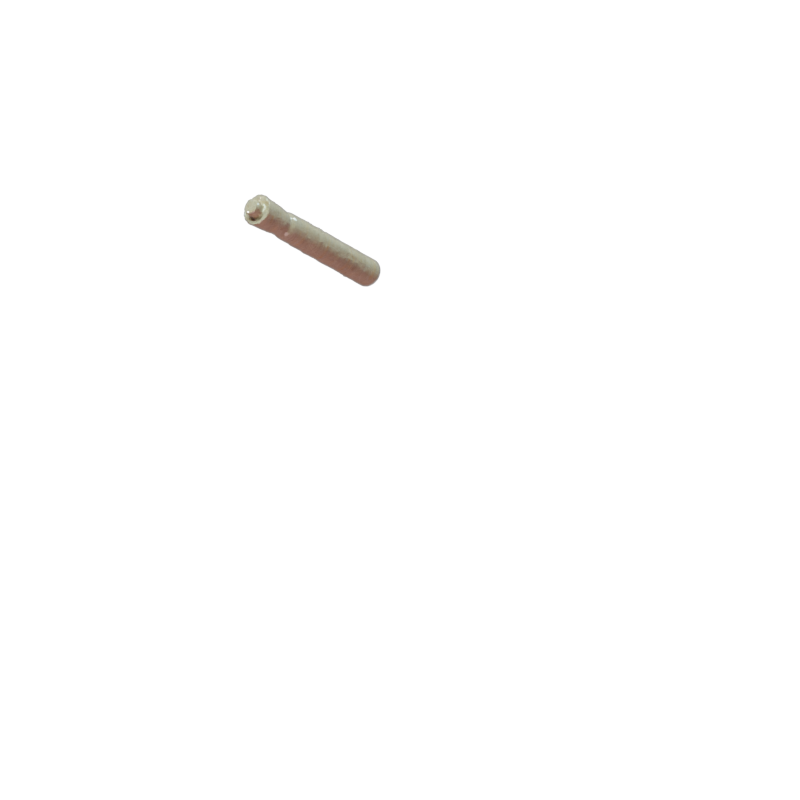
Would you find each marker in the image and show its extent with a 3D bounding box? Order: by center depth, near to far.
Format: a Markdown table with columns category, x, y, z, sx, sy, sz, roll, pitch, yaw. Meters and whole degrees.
| category | x | y | z | sx | sy | sz | roll | pitch | yaw |
| --- | --- | --- | --- | --- | --- | --- | --- | --- | --- |
| marker | -0.053 | -0.096 | 0.673 | 0.021 | 0.020 | 0.113 | 3 | -13 | 37 |
